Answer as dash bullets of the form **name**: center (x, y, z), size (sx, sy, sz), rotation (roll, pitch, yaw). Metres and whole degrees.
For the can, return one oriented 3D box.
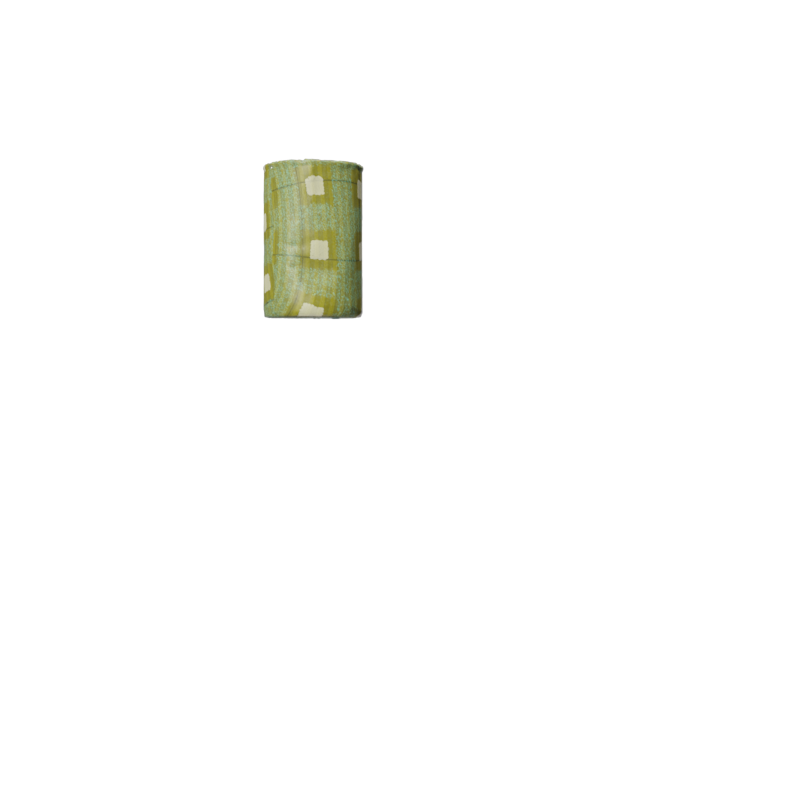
- **can**: center (-0.058, -0.106, 0.745), size (0.068, 0.103, 0.068), rotation (0, -3, -2)
